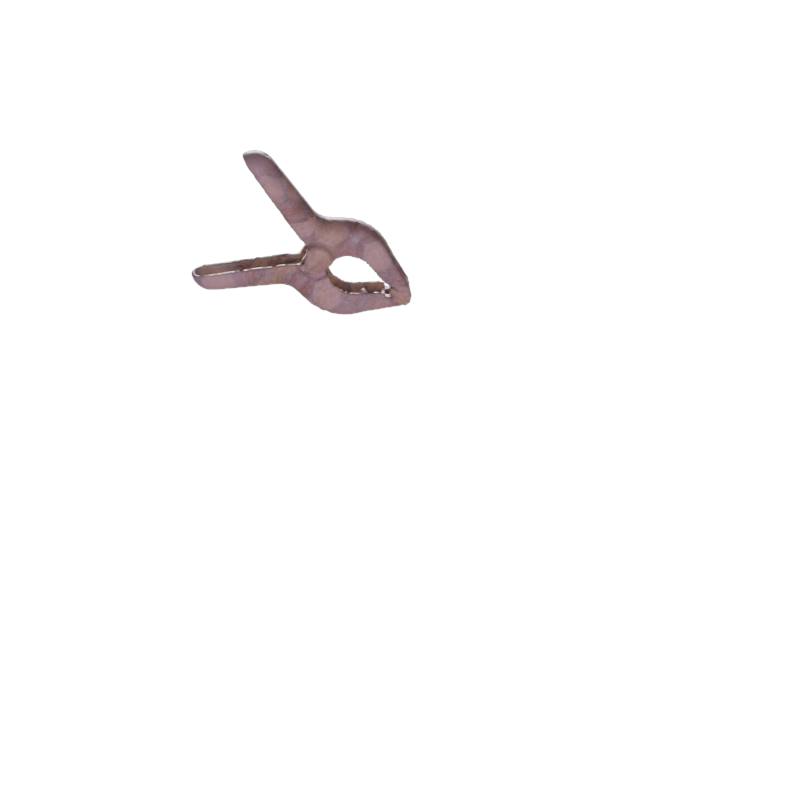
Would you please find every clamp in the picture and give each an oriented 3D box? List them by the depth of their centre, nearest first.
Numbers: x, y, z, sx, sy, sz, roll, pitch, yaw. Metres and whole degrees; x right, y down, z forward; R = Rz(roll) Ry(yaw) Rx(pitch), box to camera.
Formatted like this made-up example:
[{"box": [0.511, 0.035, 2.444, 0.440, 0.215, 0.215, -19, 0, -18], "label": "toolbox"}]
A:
[{"box": [-0.068, -0.123, 0.863, 0.169, 0.114, 0.042, 13, 31, -8], "label": "clamp"}]
